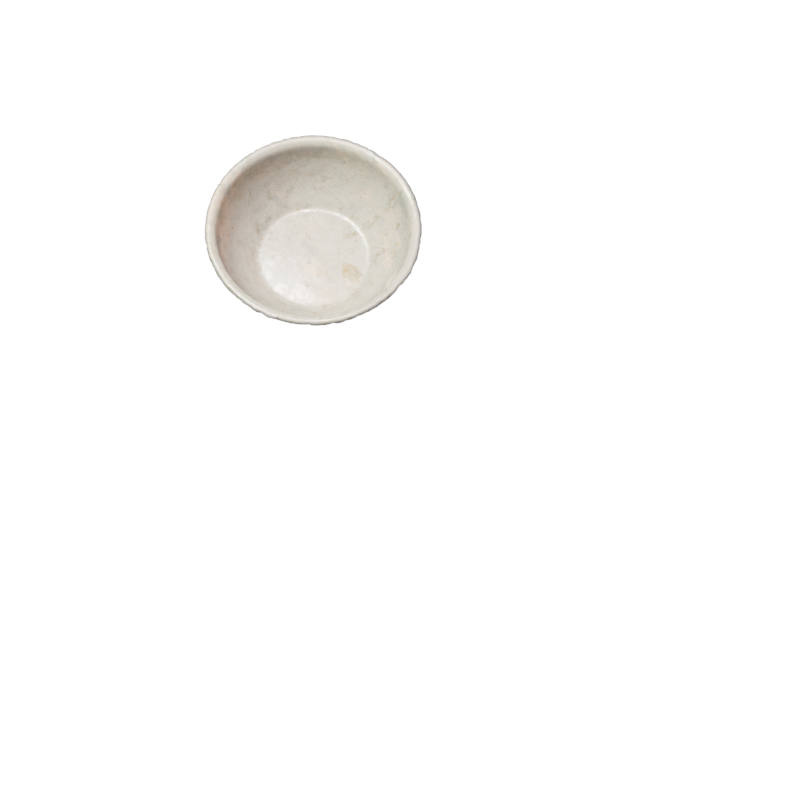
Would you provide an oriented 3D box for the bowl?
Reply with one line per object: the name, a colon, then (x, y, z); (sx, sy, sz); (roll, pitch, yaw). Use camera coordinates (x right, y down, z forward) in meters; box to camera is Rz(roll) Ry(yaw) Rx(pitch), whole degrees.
bowl: (-0.066, -0.121, 0.846); (0.162, 0.172, 0.052); (-1, -26, -1)
